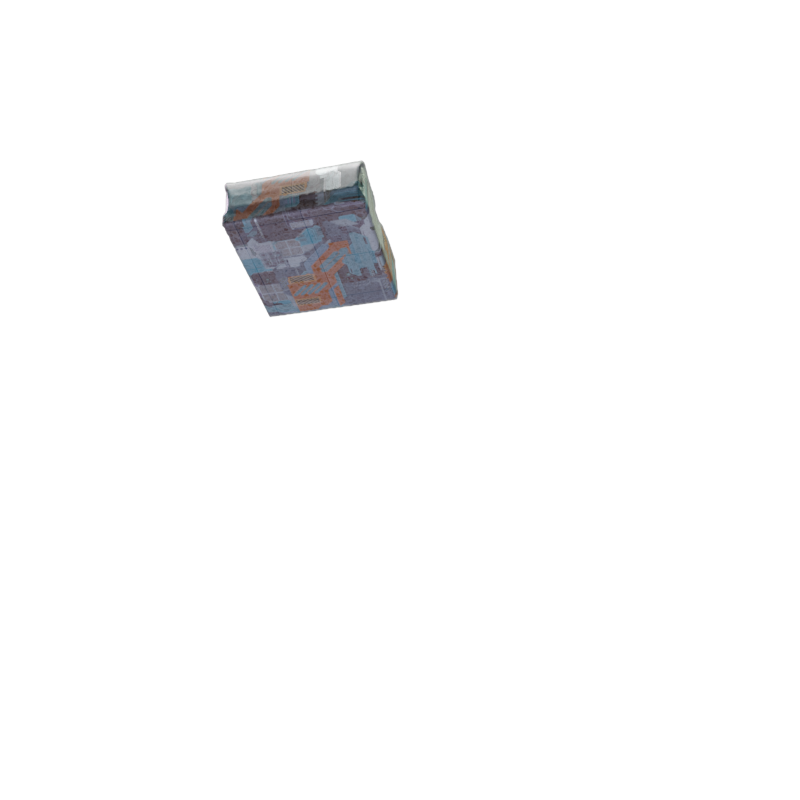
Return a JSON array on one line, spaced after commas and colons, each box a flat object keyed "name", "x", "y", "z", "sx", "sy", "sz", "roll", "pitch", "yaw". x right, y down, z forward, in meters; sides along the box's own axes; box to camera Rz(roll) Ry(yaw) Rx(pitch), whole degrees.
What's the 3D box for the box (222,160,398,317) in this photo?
[{"name": "box", "x": -0.045, "y": -0.083, "z": 0.580, "sx": 0.074, "sy": 0.032, "sz": 0.082, "roll": -7, "pitch": -34, "yaw": 10}]
